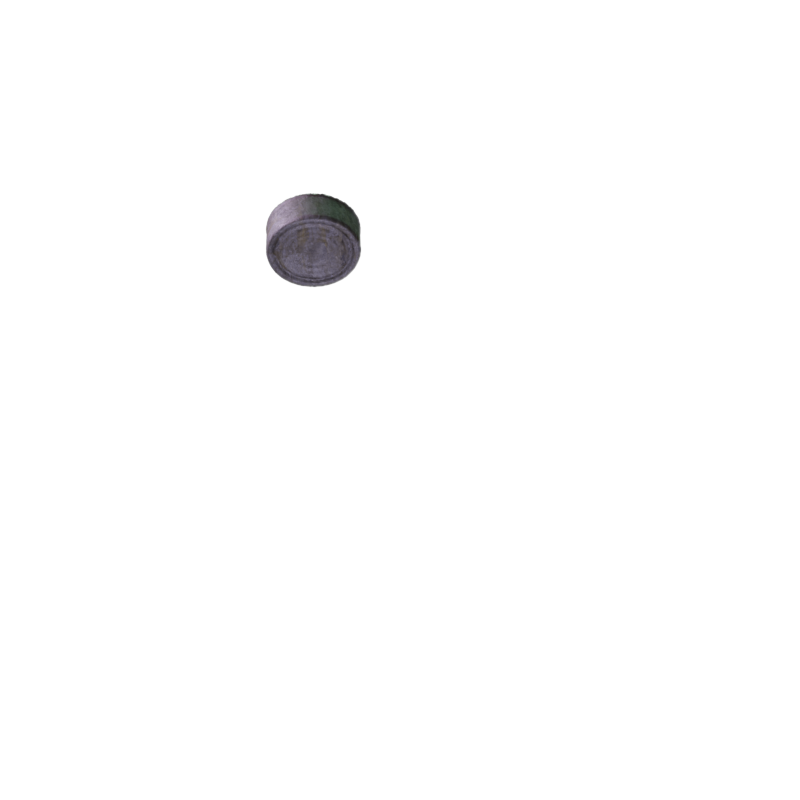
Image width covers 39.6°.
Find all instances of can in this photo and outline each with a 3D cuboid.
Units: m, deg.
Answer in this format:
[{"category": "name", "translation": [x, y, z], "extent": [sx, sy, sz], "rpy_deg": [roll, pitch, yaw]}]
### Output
[{"category": "can", "translation": [-0.078, -0.142, 0.992], "extent": [0.086, 0.036, 0.080], "rpy_deg": [1, -44, -1]}]
